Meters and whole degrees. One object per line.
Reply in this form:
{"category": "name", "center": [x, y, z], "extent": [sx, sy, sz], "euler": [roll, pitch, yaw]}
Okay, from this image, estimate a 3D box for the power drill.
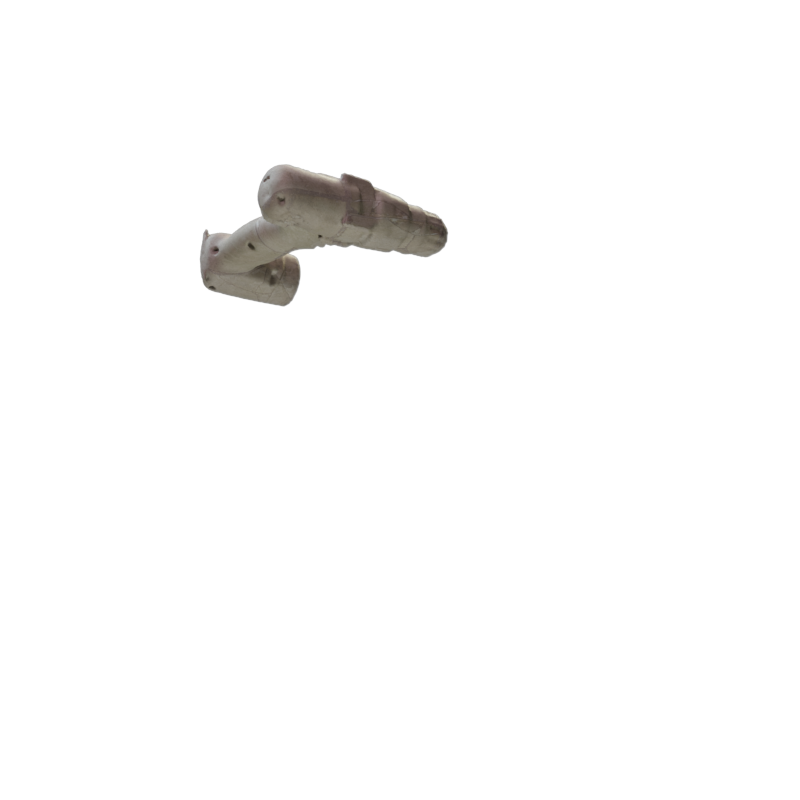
{"category": "power drill", "center": [-0.077, -0.140, 0.982], "extent": [0.175, 0.060, 0.187], "euler": [14, -25, -34]}
